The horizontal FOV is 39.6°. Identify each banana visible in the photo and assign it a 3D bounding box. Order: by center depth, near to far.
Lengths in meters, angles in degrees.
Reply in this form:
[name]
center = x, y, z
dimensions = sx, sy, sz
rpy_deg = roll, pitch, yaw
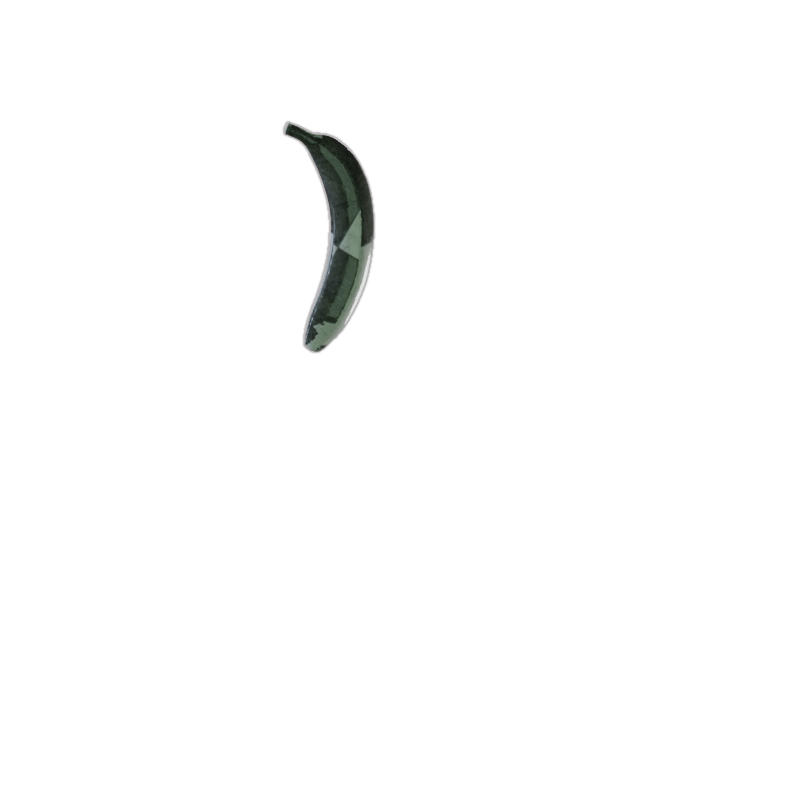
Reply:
[banana]
center = -0.056, -0.140, 0.941
dimensions = 0.069, 0.194, 0.037
rpy_deg = -5, 8, 0
